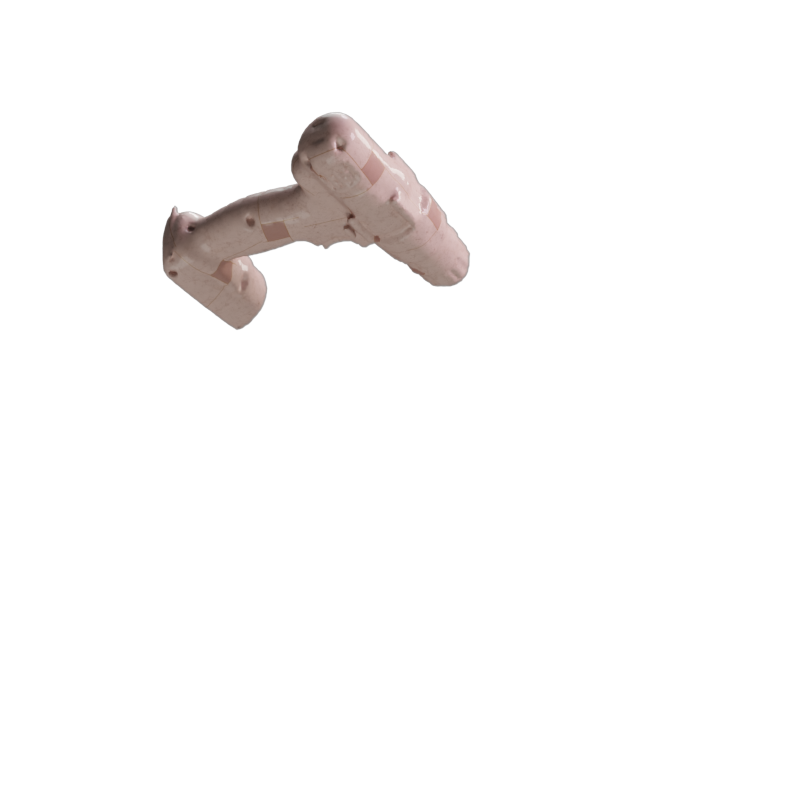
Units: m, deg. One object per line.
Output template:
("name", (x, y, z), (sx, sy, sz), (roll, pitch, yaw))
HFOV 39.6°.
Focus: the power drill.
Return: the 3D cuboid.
("power drill", (-0.063, -0.115, 0.805), (0.189, 0.061, 0.171), (-21, -42, 26))
